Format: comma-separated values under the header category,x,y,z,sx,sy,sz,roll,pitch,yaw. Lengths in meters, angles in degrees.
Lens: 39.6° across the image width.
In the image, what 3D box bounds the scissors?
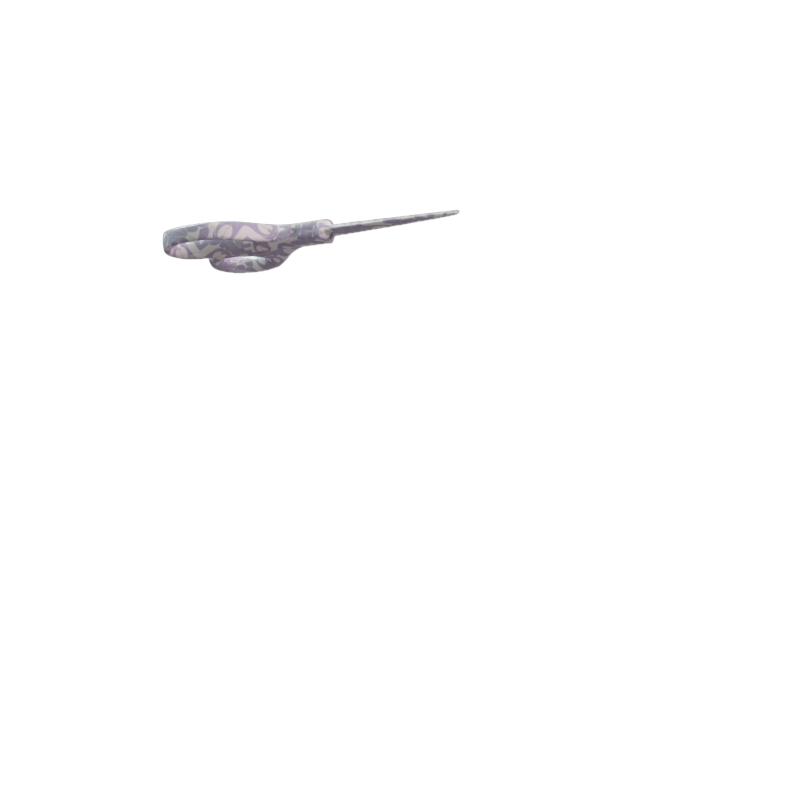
category,x,y,z,sx,sy,sz,roll,pitch,yaw
scissors,-0.059,-0.107,0.750,0.204,0.016,0.092,-1,-9,9
